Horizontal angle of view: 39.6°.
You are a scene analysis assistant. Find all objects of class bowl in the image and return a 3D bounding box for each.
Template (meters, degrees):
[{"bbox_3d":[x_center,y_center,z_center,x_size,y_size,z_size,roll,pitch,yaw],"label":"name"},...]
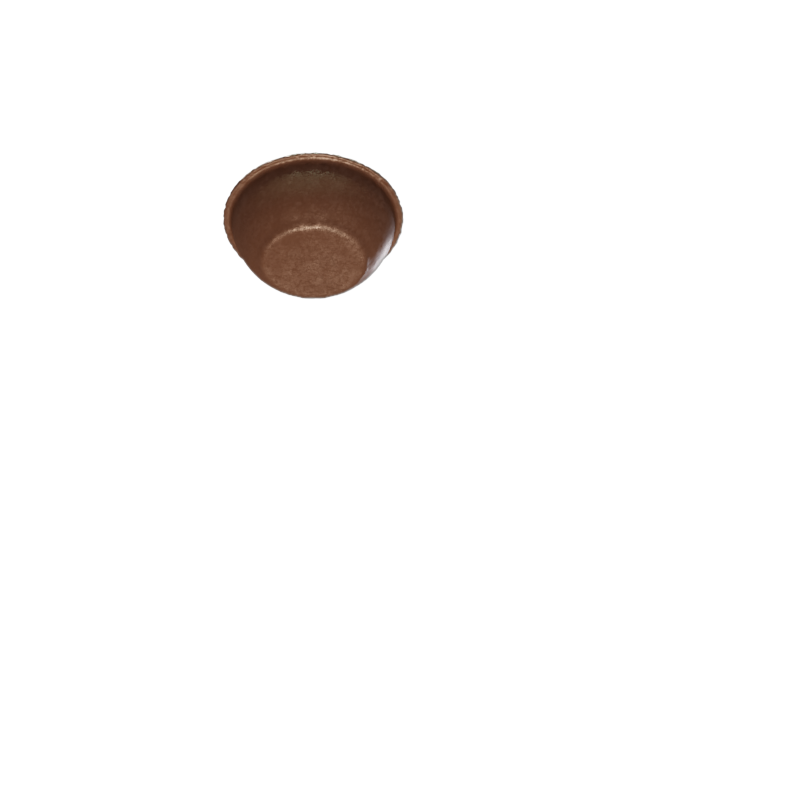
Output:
[{"bbox_3d":[-0.077,-0.140,0.978,0.162,0.059,0.151,1,-41,-1],"label":"bowl"}]
